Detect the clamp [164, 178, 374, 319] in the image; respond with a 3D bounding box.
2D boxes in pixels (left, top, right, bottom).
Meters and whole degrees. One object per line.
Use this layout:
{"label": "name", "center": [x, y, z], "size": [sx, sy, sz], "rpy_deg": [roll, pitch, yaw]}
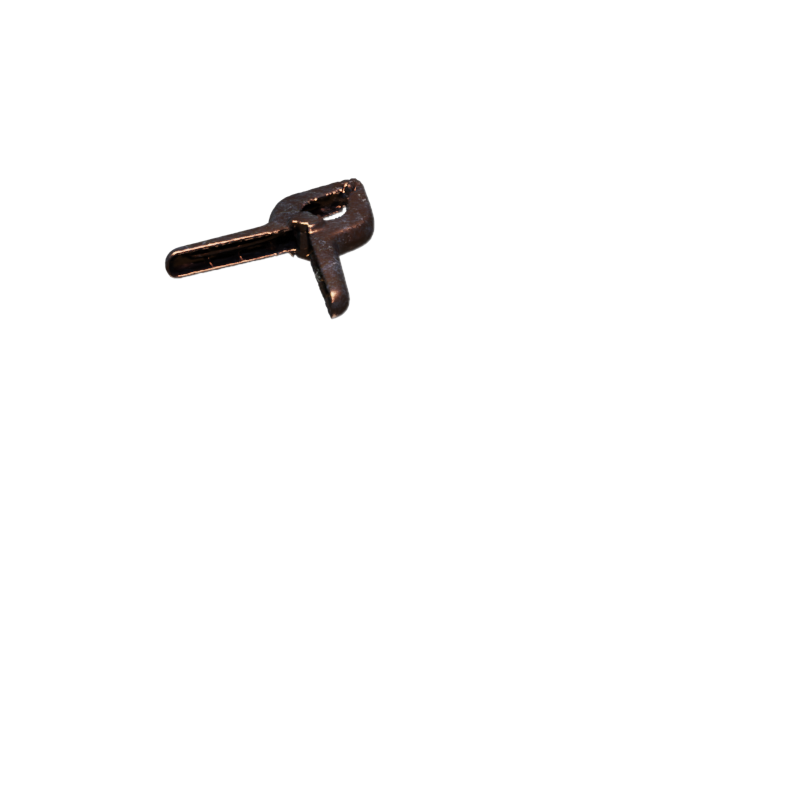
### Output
{"label": "clamp", "center": [-0.074, -0.135, 0.947], "size": [0.173, 0.034, 0.213], "rpy_deg": [19, 38, 26]}
